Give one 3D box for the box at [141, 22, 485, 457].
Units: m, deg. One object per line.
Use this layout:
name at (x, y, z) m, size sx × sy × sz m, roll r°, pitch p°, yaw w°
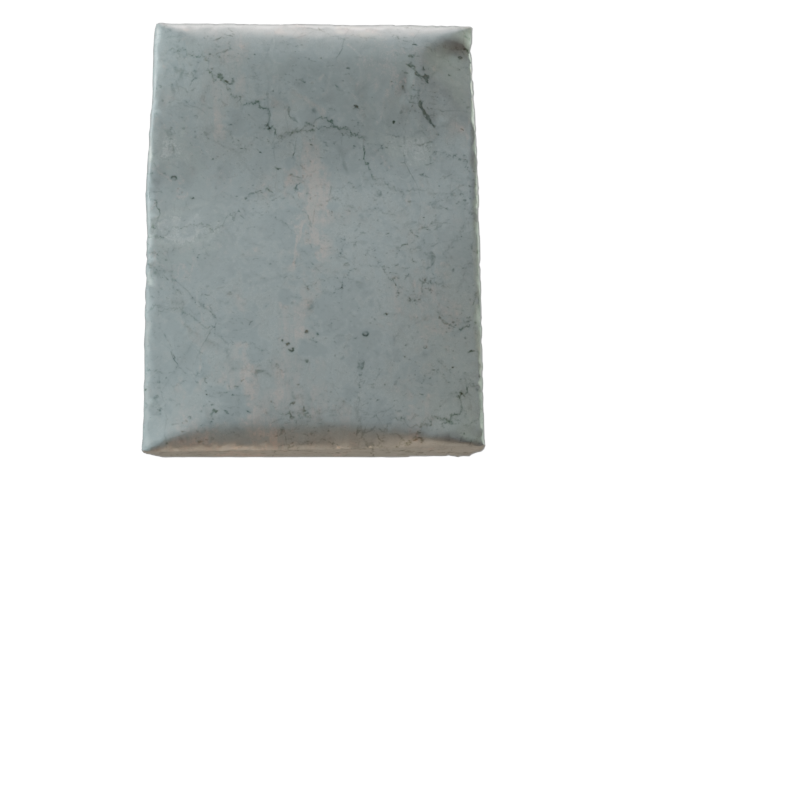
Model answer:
box at (-0.044, -0.080, 0.560) m, size 0.164 × 0.219 × 0.070 m, roll 0°, pitch -10°, yaw -2°
